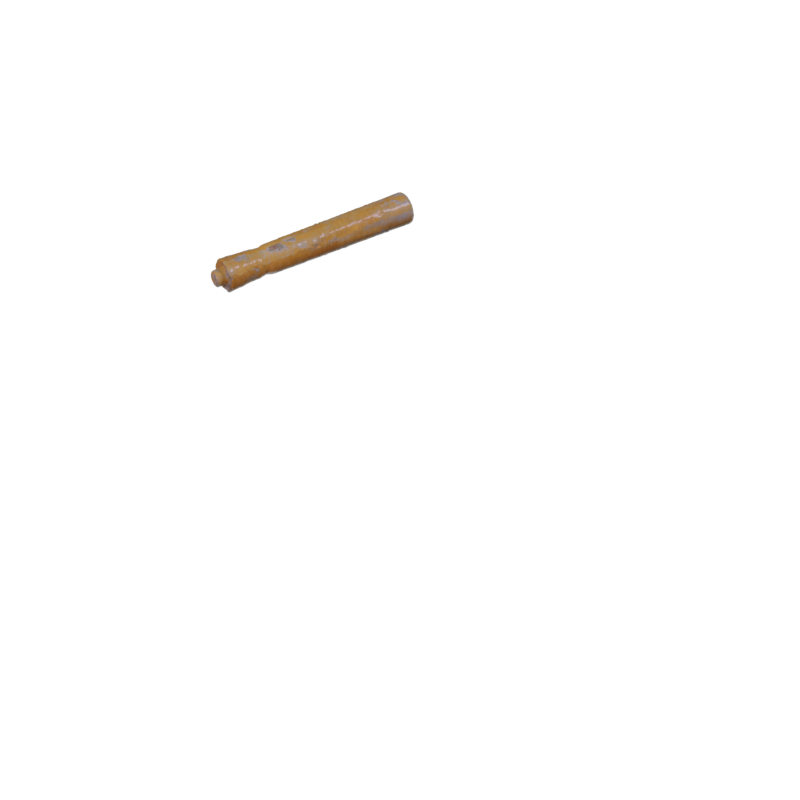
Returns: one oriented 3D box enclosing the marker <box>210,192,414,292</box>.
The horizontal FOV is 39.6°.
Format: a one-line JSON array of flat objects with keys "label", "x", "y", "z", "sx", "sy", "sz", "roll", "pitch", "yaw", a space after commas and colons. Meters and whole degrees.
[{"label": "marker", "x": -0.047, "y": -0.086, "z": 0.602, "sx": 0.120, "sy": 0.019, "sz": 0.020, "roll": -24, "pitch": 14, "yaw": -24}]
